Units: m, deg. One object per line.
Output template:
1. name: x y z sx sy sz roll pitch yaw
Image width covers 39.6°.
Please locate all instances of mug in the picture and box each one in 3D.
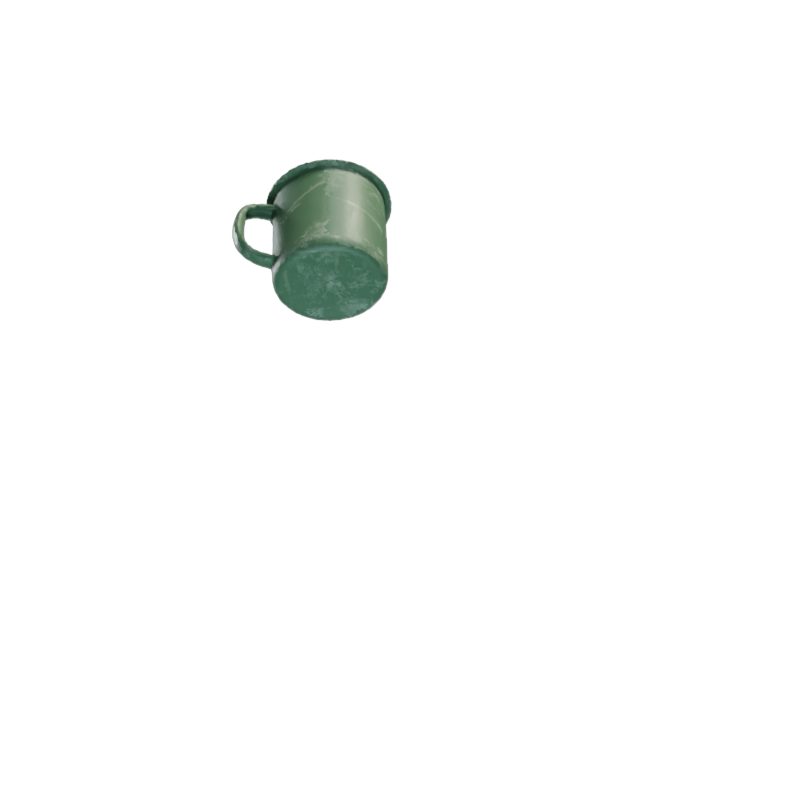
1. mug: -0.062 -0.113 0.793 0.115 0.087 0.088 9 -42 -12
